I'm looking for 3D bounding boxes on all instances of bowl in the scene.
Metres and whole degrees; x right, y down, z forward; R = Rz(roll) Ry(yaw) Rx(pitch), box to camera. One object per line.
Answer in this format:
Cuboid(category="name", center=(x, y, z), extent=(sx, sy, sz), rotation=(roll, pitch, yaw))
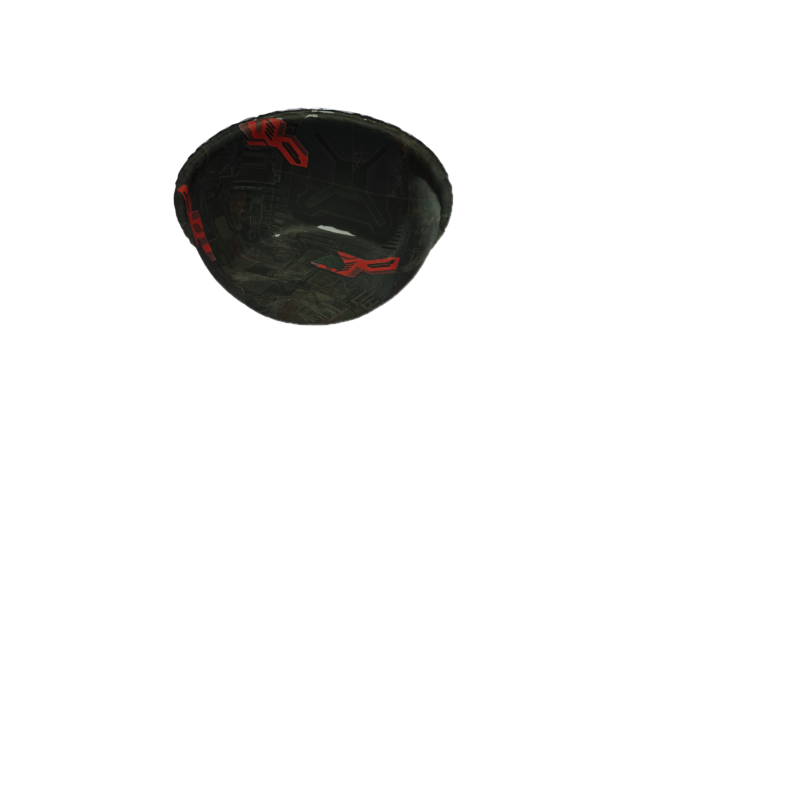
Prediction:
Cuboid(category="bowl", center=(-0.049, -0.089, 0.625), extent=(0.162, 0.059, 0.152), rotation=(1, -33, -2))
